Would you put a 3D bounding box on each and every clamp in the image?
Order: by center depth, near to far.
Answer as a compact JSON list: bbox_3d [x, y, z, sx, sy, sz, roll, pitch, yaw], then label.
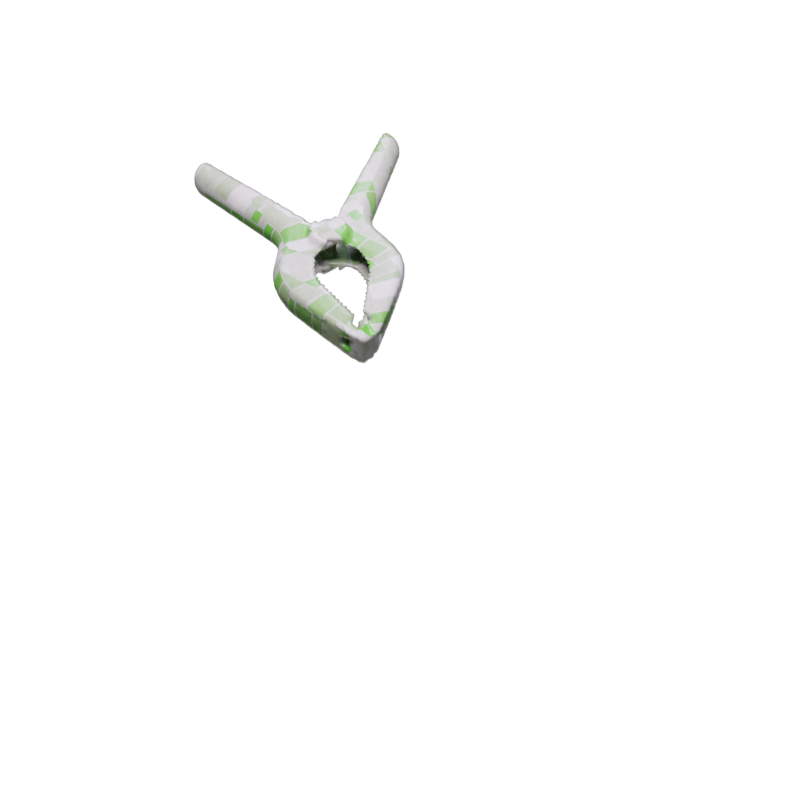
[{"bbox_3d":[-0.064,-0.117,0.818,0.163,0.227,0.034,-8,-39,-6],"label":"clamp"}]
